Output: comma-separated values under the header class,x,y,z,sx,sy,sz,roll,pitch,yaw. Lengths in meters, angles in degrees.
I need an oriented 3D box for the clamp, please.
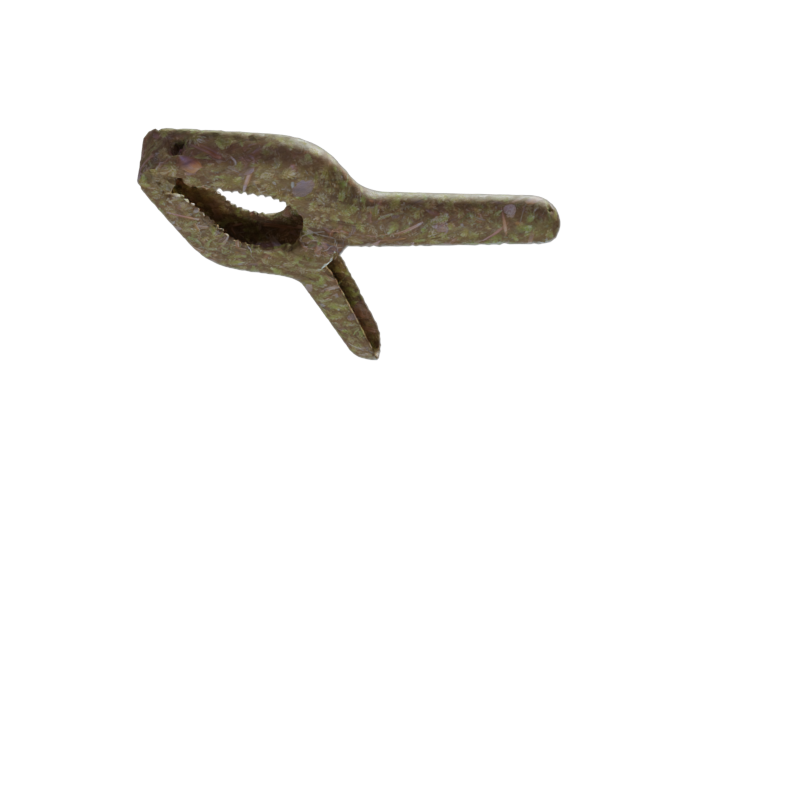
class,x,y,z,sx,sy,sz,roll,pitch,yaw
clamp,-0.046,-0.084,0.588,0.201,0.039,0.161,16,-36,-24
